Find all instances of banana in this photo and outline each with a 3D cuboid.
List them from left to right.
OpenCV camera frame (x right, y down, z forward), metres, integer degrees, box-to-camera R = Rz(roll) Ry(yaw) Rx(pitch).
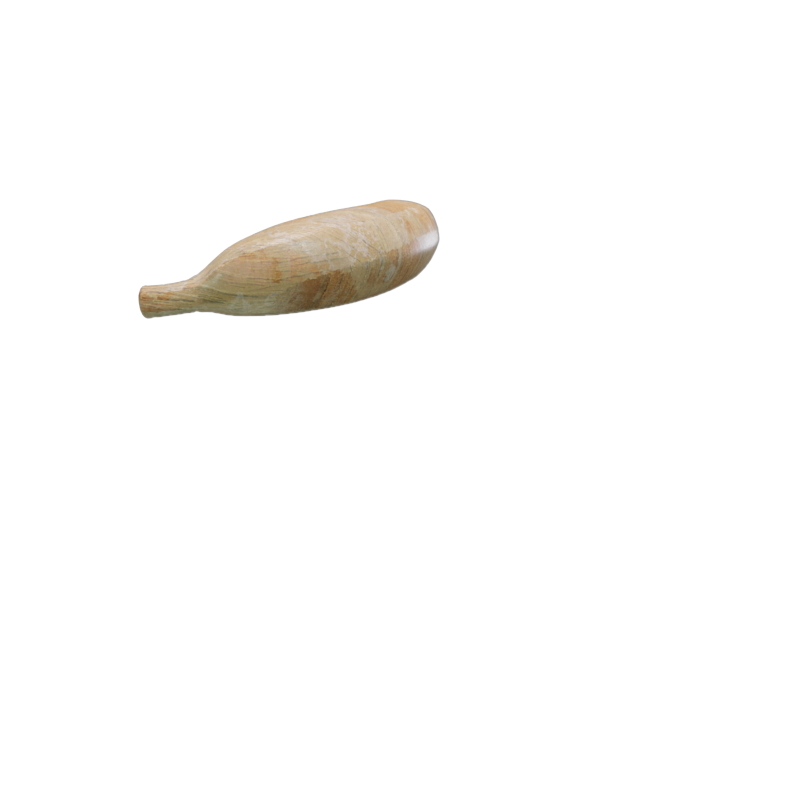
[{"bbox_3d":[-0.023,-0.066,0.472,0.072,0.036,0.195,8,17,28],"label":"banana"}]
